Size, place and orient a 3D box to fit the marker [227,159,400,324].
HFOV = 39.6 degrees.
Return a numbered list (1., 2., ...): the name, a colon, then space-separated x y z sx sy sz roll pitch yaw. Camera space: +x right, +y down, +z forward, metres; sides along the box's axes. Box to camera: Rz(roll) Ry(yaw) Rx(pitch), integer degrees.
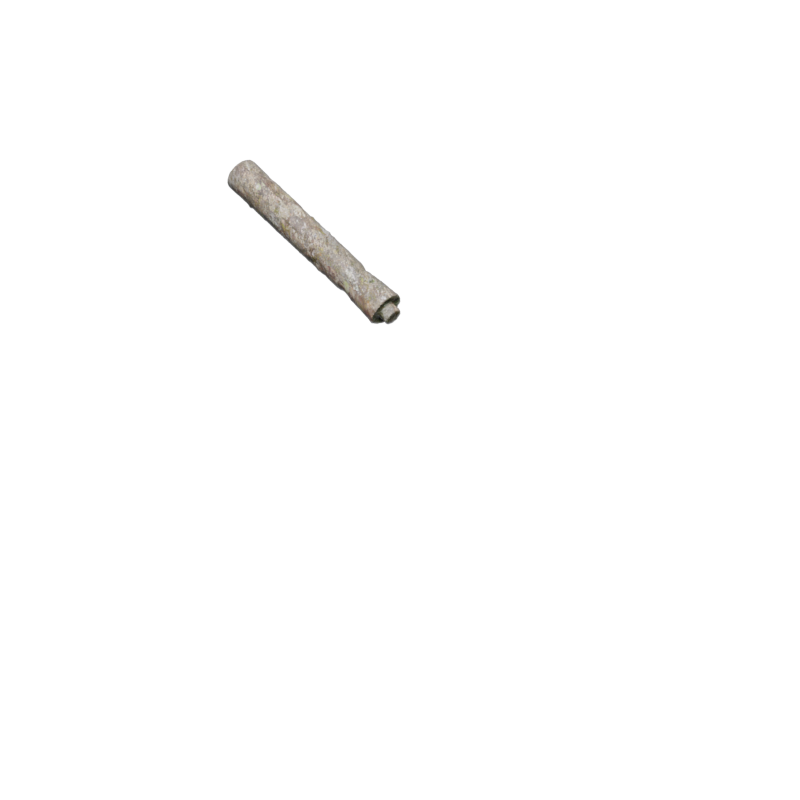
1. marker: -0.044 -0.080 0.563 0.129 0.019 0.019 45 26 26
